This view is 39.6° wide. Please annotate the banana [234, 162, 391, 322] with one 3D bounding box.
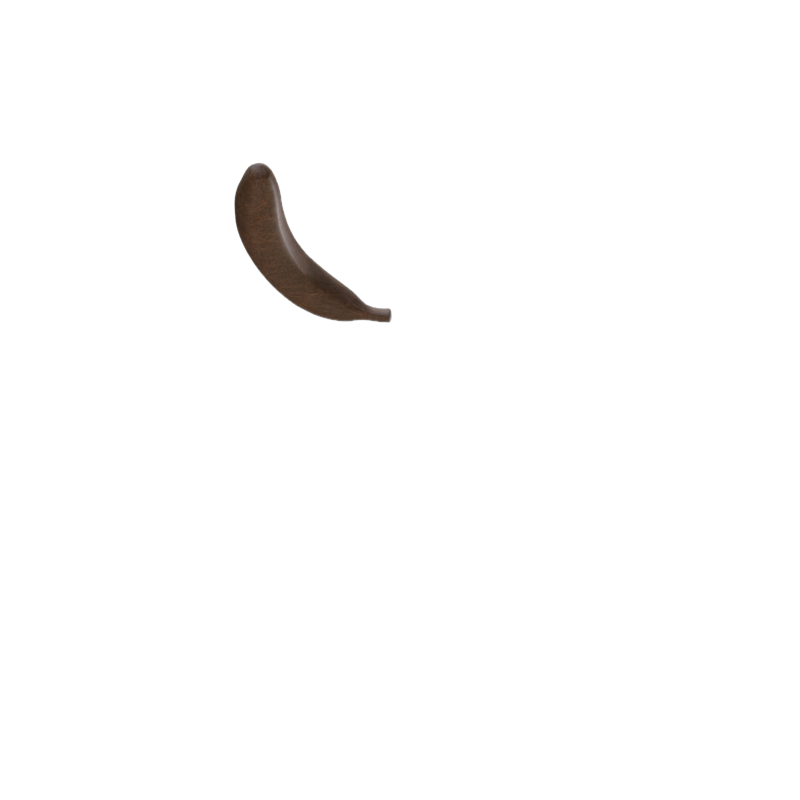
[{"bbox_3d":[-0.080,-0.112,0.844,0.070,0.039,0.183,-19,-39,24],"label":"banana"}]
